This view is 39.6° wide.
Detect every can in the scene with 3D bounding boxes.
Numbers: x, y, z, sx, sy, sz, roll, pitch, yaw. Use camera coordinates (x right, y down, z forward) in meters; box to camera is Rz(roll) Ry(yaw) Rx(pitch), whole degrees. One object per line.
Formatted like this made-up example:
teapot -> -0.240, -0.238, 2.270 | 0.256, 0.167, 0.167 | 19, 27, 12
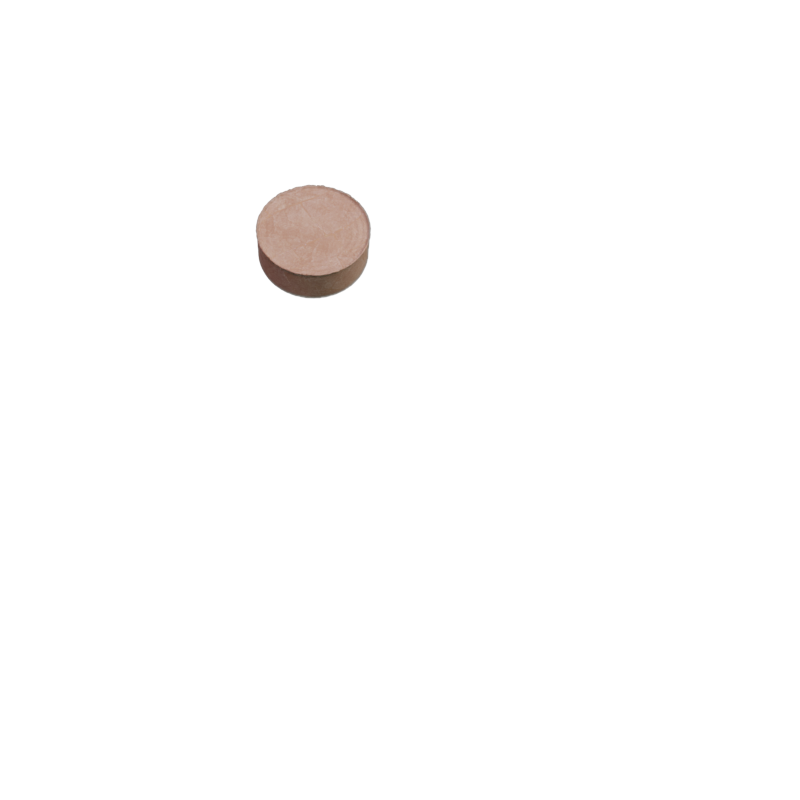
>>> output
can -> -0.066, -0.120, 0.837 | 0.086, 0.092, 0.031 | -1, -35, -1
